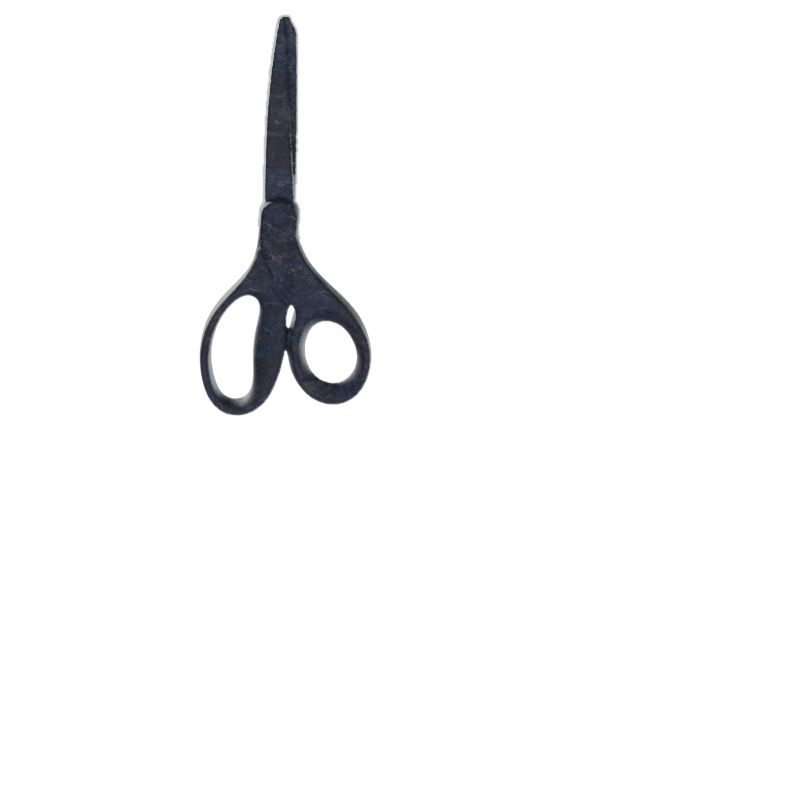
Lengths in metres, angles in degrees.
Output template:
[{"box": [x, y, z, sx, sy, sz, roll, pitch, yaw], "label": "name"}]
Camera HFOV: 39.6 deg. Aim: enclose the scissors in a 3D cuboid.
[{"box": [-0.043, -0.078, 0.548, 0.095, 0.196, 0.016, 18, 17, -6], "label": "scissors"}]
